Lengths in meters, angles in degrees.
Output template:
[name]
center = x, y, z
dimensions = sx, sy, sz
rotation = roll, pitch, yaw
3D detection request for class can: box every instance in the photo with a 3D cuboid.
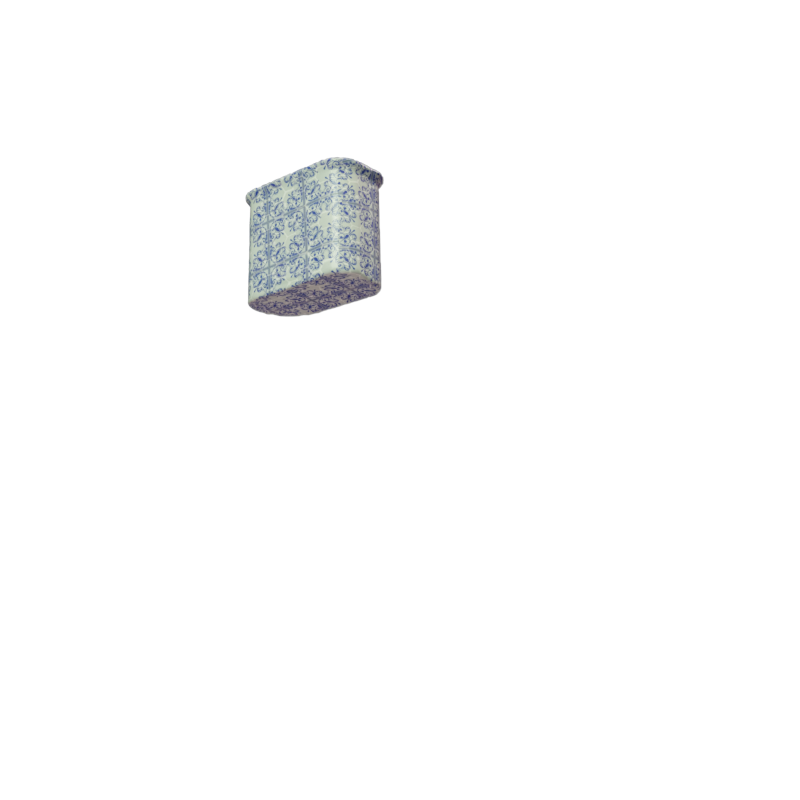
[can]
center = -0.060, -0.110, 0.769
dimensions = 0.103, 0.088, 0.054
rotation = -16, -25, 37
